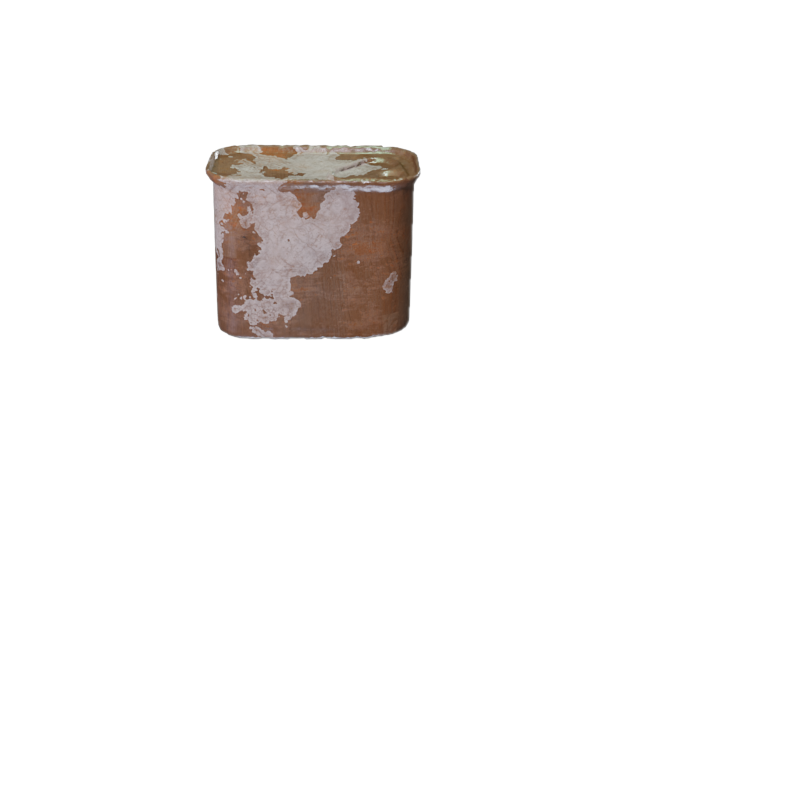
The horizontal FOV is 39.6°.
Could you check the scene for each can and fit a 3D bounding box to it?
[{"bbox_3d":[-0.043,-0.078,0.548,0.102,0.080,0.060,1,24,0],"label":"can"}]
